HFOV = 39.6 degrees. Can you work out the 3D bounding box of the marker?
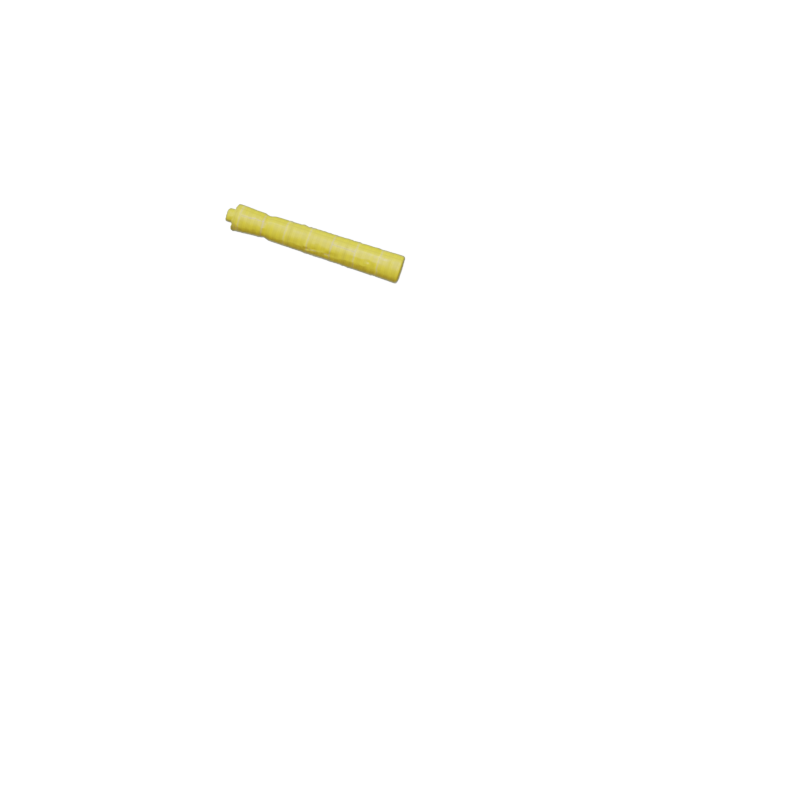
[{"bbox_3d":[-0.057,-0.104,0.727,0.123,0.020,0.020,19,6,9],"label":"marker"}]
